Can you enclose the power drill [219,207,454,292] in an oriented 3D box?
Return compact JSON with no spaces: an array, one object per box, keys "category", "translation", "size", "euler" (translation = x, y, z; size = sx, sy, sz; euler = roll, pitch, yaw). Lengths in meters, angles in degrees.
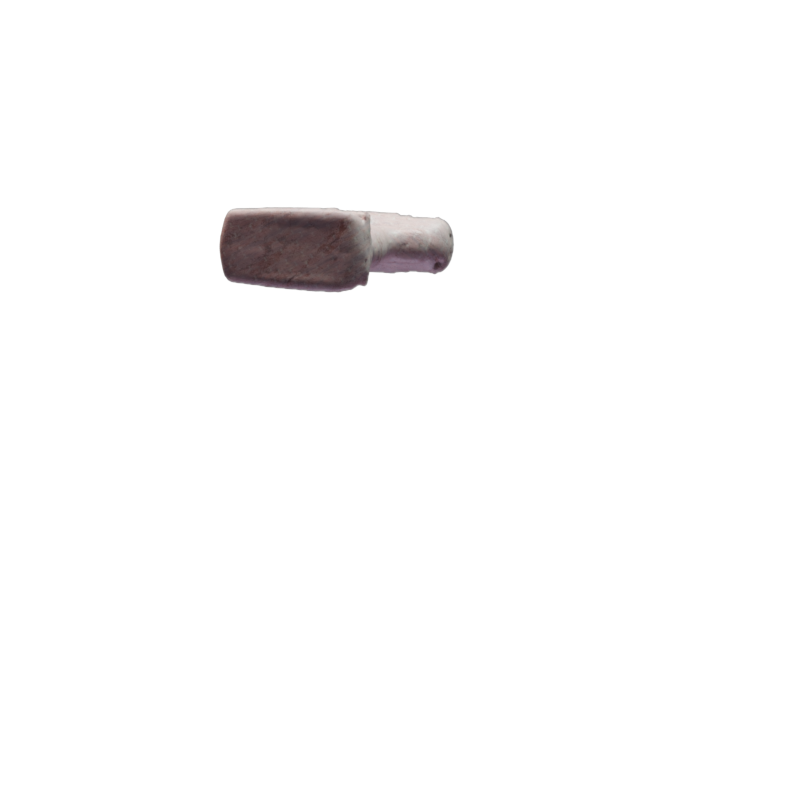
[{"category":"power drill","translation":[-0.066,-0.121,0.844],"size":[0.189,0.056,0.186],"euler":[3,11,17]}]
